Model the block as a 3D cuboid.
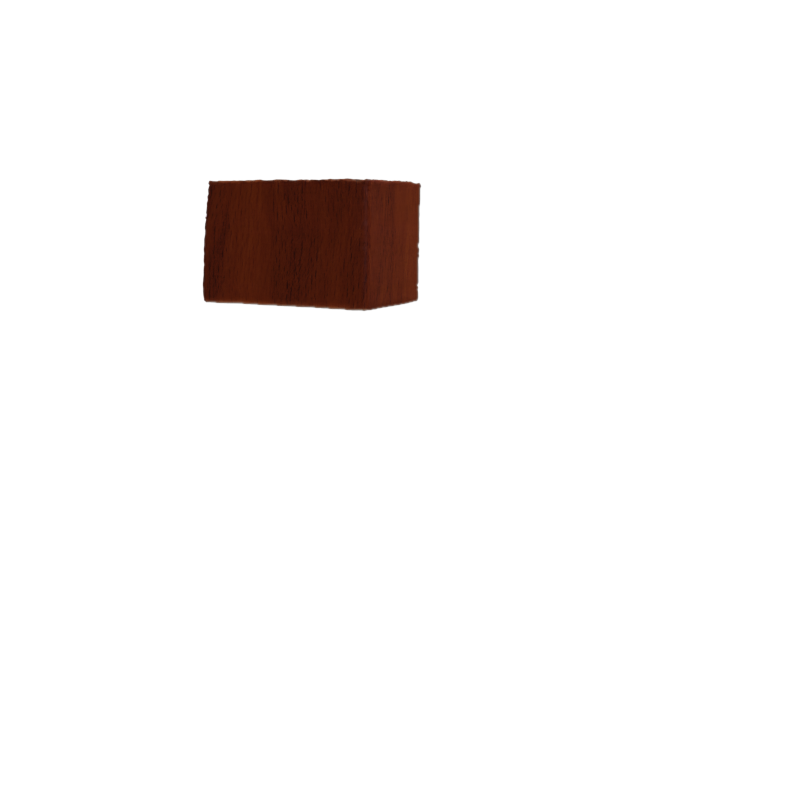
[{"bbox_3d":[-0.036,-0.066,0.465,0.081,0.051,0.051,4,7,27],"label":"block"}]
